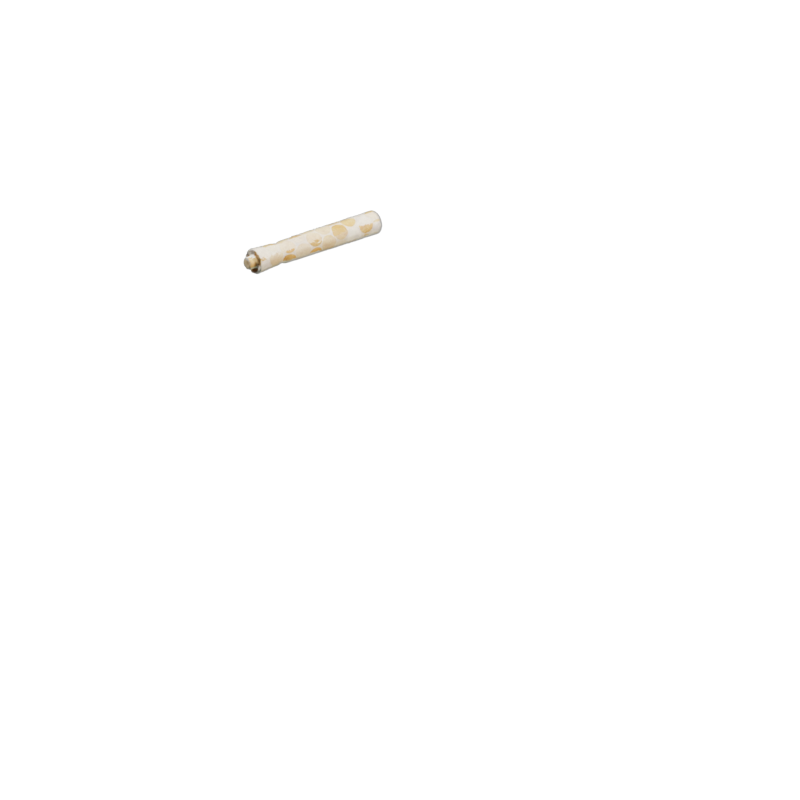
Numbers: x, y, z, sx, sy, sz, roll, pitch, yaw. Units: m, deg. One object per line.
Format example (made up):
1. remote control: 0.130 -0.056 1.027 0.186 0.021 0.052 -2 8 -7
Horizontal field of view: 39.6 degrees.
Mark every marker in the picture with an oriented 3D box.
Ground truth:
1. marker: -0.064 -0.116 0.814 0.120 0.019 0.021 -24 18 -36
